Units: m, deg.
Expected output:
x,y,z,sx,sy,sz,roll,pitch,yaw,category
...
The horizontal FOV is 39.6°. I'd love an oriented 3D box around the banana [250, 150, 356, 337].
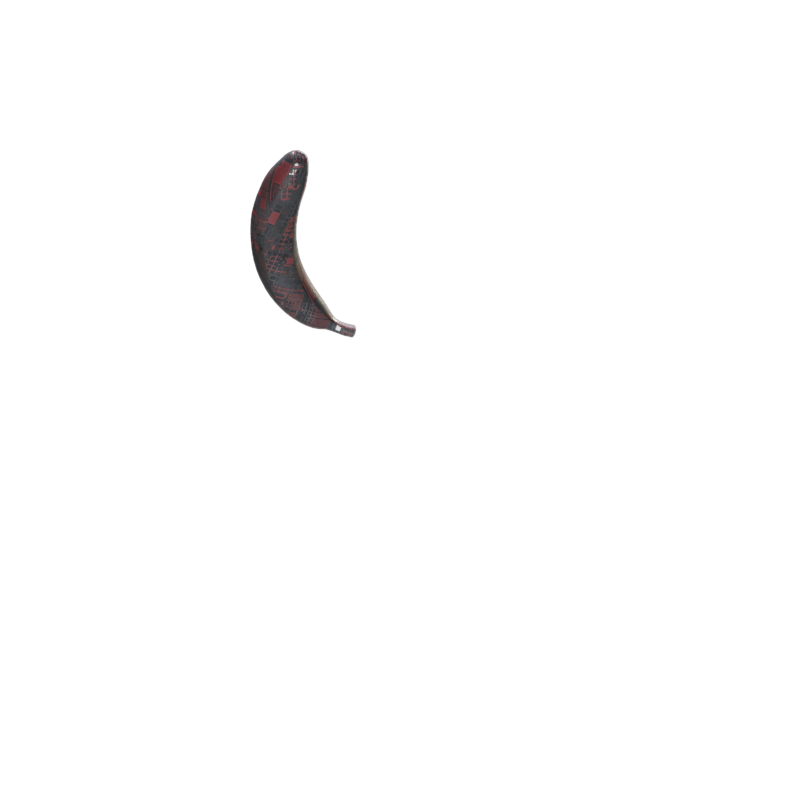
x,y,z,sx,sy,sz,roll,pitch,yaw,category
-0.088,-0.124,0.910,0.070,0.039,0.183,-9,-45,8,banana
